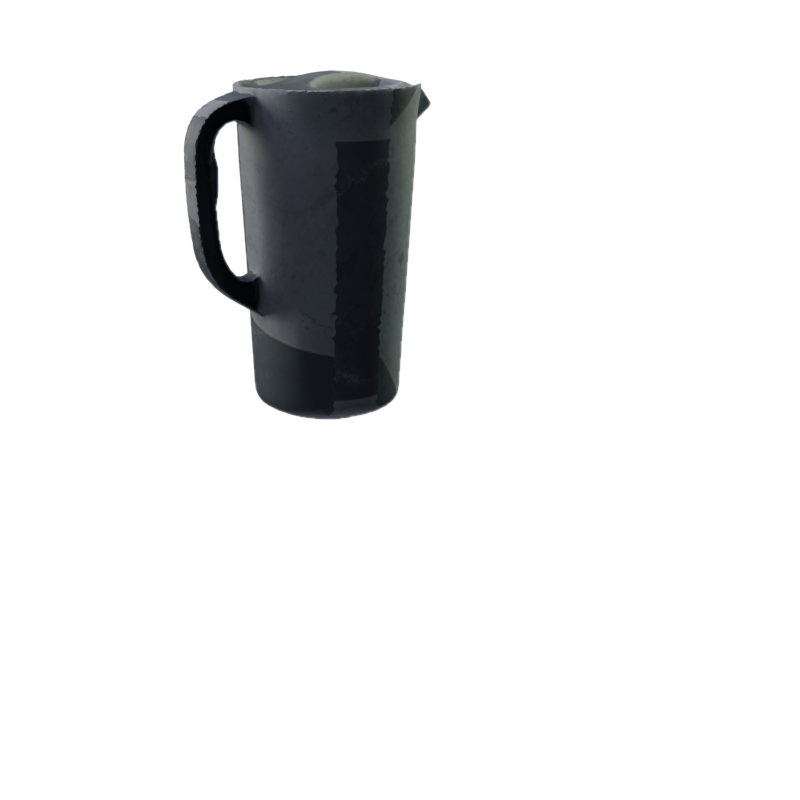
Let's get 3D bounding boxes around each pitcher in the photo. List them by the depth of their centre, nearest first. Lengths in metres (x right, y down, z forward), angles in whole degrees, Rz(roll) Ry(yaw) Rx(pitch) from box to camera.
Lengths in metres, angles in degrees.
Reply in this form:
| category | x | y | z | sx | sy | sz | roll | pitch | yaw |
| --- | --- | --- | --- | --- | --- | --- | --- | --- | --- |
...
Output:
| category | x | y | z | sx | sy | sz | roll | pitch | yaw |
| --- | --- | --- | --- | --- | --- | --- | --- | --- | --- |
| pitcher | -0.063 | -0.114 | 0.801 | 0.152 | 0.235 | 0.147 | 4 | 15 | 13 |
